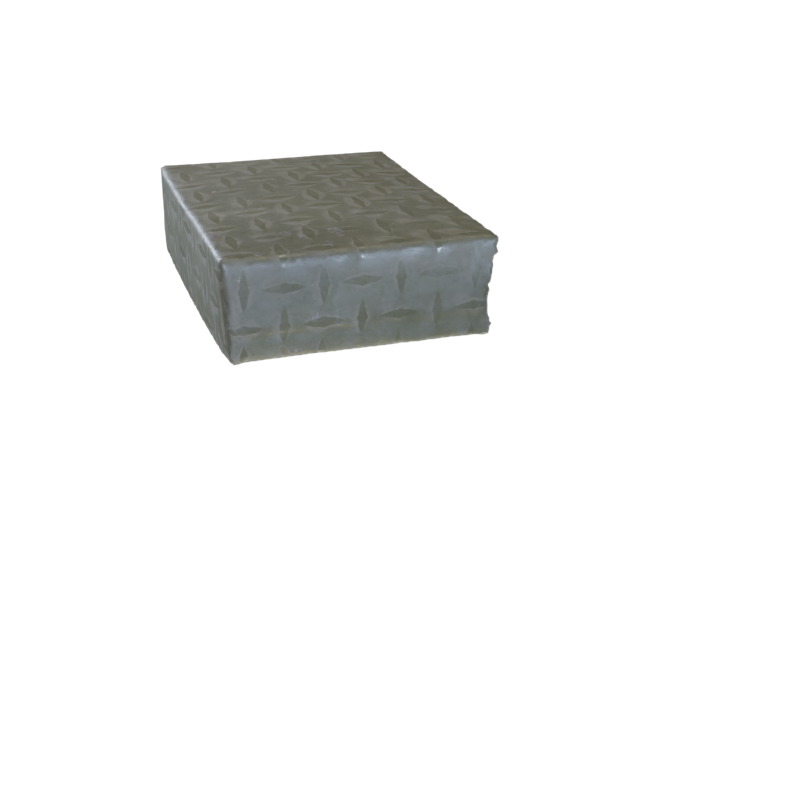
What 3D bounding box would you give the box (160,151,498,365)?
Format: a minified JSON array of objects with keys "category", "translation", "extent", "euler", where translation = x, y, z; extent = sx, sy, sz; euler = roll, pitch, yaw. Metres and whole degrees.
[{"category":"box","translation":[-0.030,-0.055,0.387],"extent":[0.088,0.037,0.122],"euler":[-9,29,-17]}]
